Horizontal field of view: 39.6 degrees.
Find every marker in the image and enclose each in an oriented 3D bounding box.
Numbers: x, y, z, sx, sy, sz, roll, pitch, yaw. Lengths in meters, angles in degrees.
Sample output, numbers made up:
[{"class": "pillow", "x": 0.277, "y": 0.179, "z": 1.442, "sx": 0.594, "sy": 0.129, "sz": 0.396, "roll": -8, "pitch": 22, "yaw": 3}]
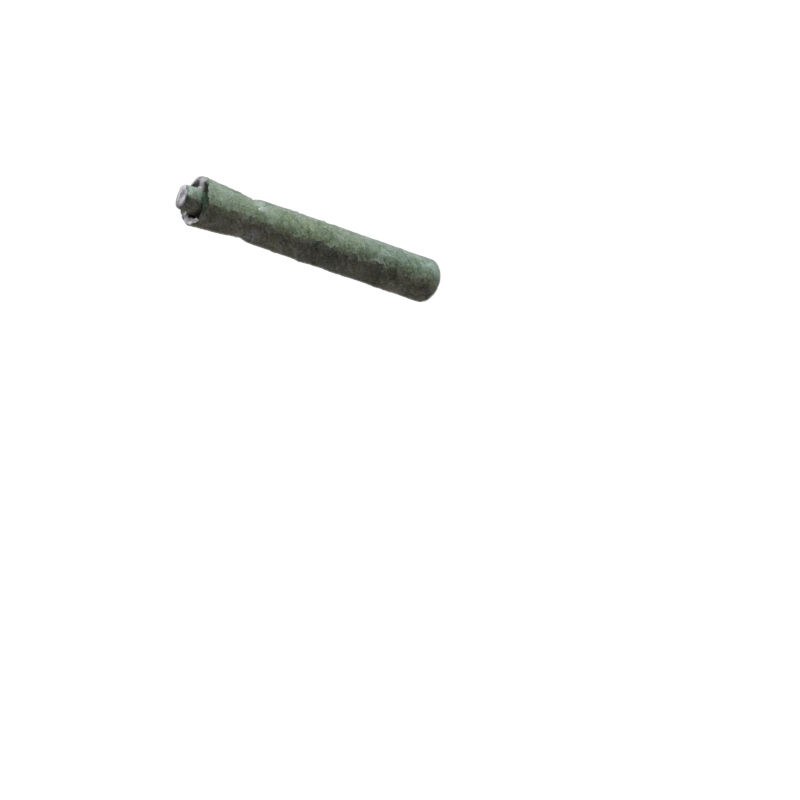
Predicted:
[{"class": "marker", "x": -0.034, "y": -0.061, "z": 0.429, "sx": 0.114, "sy": 0.020, "sz": 0.021, "roll": 14, "pitch": -6, "yaw": -37}]
